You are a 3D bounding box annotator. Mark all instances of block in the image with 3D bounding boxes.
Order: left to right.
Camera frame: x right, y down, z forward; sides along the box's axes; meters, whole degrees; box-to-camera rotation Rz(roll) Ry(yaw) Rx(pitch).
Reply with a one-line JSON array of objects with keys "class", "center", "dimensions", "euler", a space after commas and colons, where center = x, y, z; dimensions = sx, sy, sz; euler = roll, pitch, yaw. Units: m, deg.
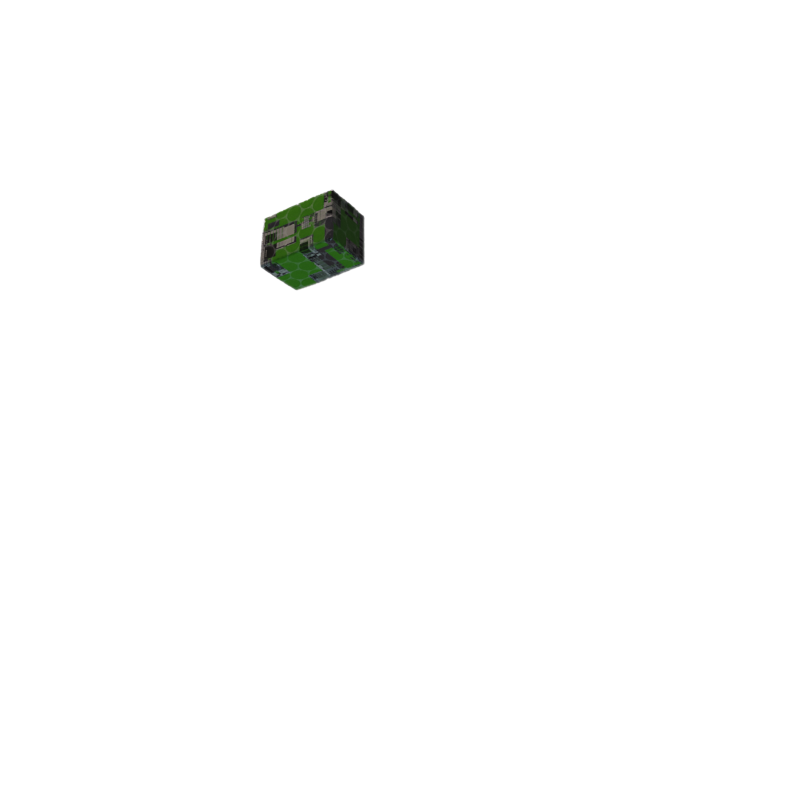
[{"class": "block", "center": [-0.076, -0.139, 0.970], "dimensions": [0.079, 0.055, 0.049], "euler": [-18, -34, 28]}]
